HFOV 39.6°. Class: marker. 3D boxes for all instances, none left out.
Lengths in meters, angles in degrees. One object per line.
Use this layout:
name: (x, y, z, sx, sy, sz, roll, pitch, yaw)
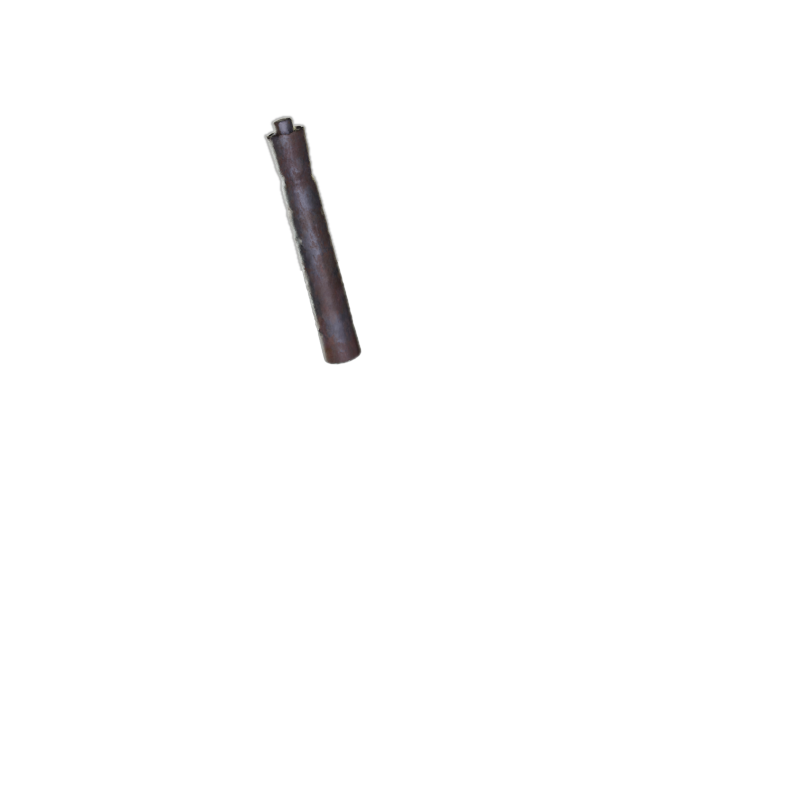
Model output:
marker: (-0.041, -0.075, 0.527, 0.020, 0.116, 0.020, -13, 16, 3)
